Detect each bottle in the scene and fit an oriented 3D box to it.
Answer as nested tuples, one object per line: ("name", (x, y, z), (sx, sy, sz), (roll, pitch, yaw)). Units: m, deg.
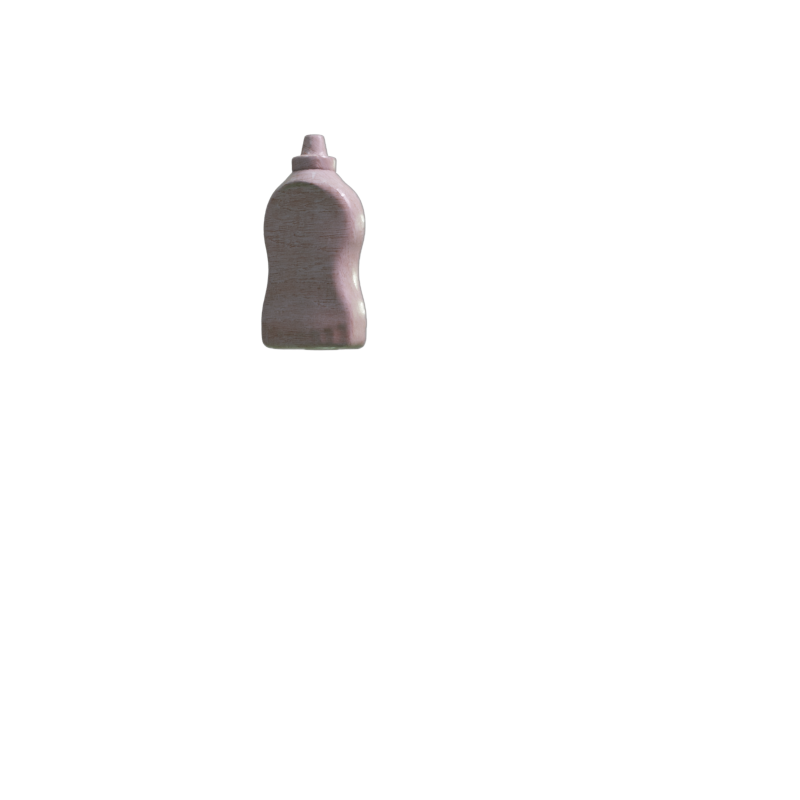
("bottle", (-0.077, -0.141, 0.991), (0.099, 0.193, 0.056), (-2, -3, 33))
